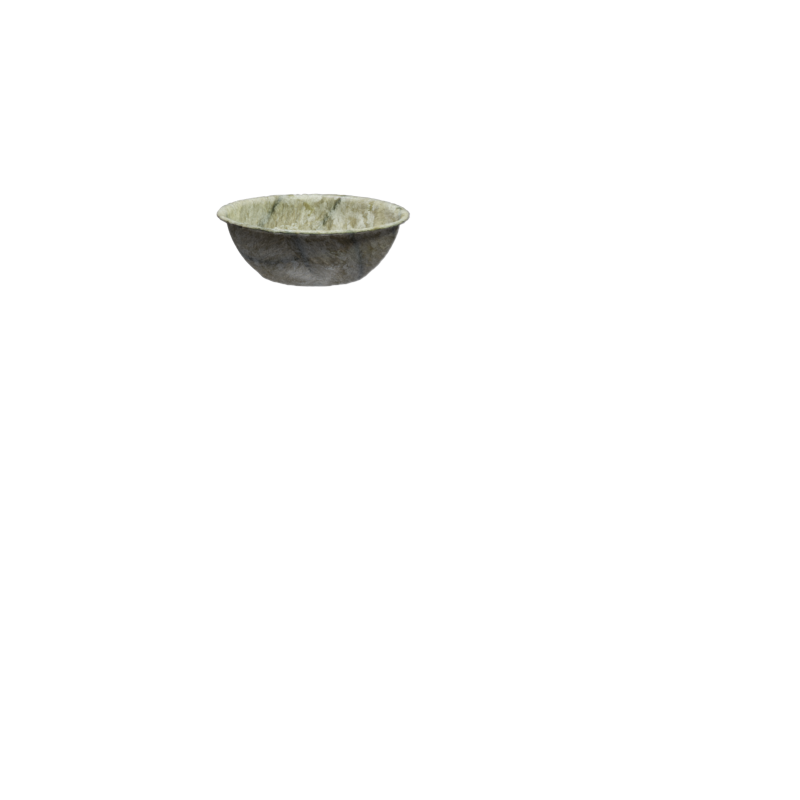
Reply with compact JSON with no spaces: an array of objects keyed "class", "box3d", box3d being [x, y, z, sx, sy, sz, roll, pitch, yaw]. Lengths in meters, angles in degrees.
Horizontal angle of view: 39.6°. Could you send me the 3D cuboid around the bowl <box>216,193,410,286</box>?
[{"class":"bowl","box3d":[-0.073,-0.133,0.934,0.162,0.053,0.169,-1,20,-2]}]
